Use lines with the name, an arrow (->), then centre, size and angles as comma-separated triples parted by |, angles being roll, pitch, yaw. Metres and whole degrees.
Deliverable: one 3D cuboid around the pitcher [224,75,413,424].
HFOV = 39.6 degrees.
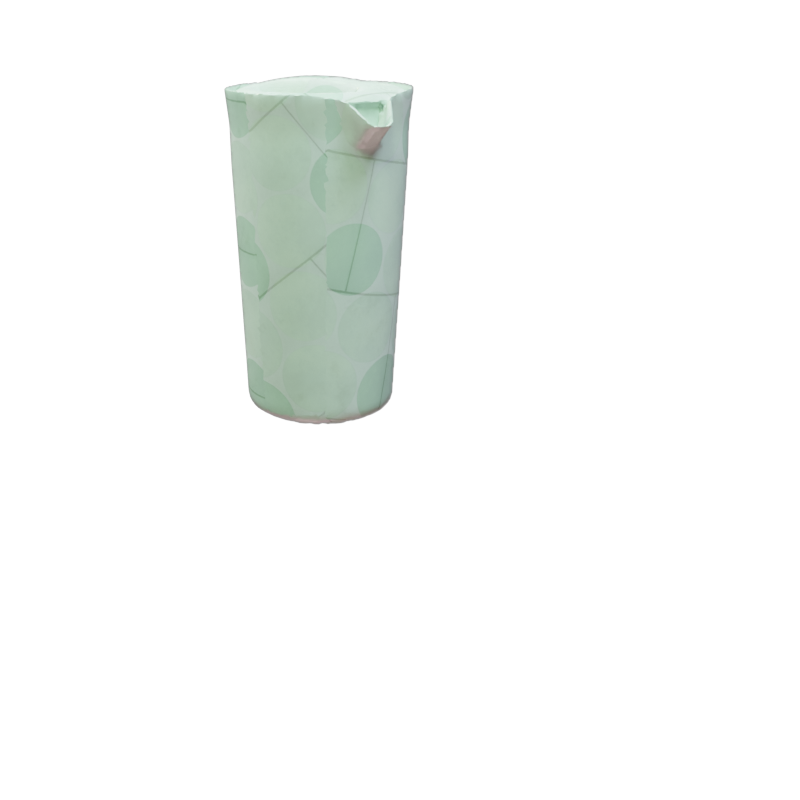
pitcher -> -0.064, -0.116, 0.815 | 0.148, 0.235, 0.152 | 4, 16, 12
